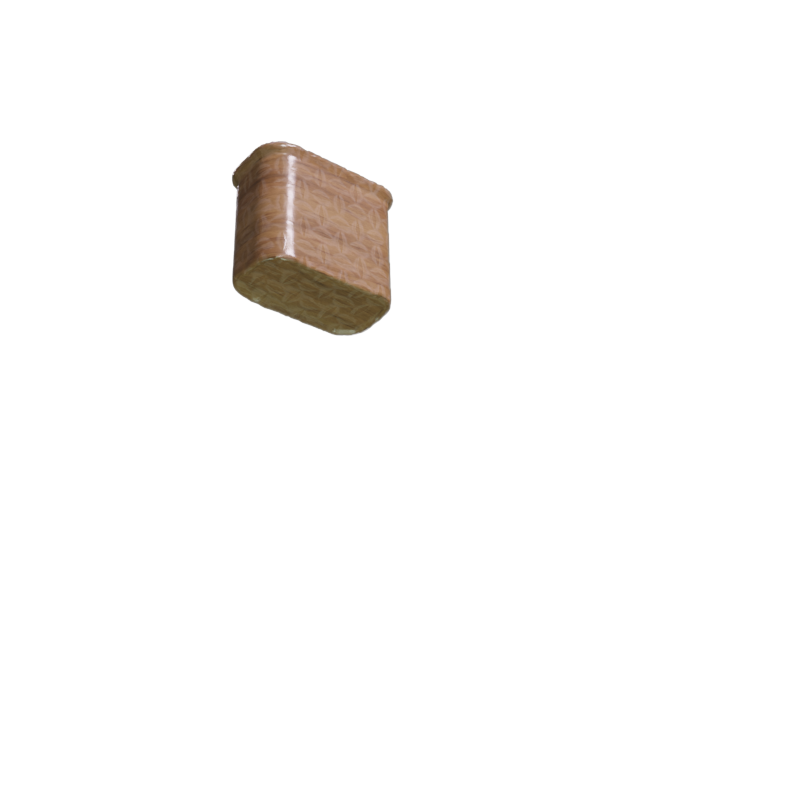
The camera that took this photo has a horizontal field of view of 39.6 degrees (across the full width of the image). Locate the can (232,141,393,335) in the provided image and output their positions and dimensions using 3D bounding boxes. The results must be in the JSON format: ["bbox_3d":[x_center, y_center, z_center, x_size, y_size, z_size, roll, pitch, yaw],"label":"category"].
[{"bbox_3d":[-0.053,-0.096,0.674,0.096,0.090,0.057,21,-39,-31],"label":"can"}]
